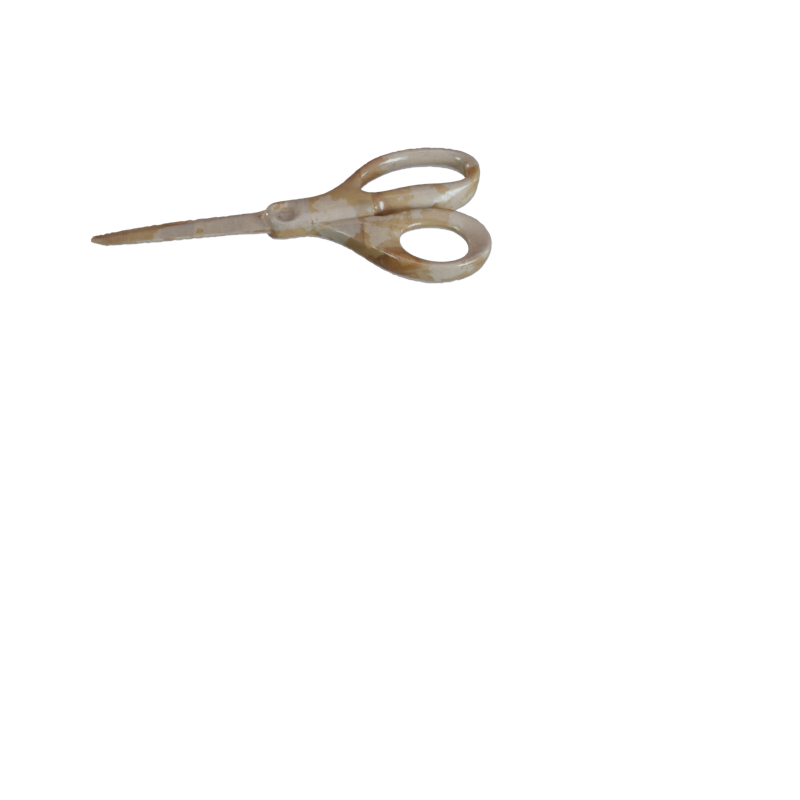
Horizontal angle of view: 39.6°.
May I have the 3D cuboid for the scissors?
[{"bbox_3d":[-0.043,-0.079,0.551,0.200,0.104,0.015,-20,-37,-16],"label":"scissors"}]
